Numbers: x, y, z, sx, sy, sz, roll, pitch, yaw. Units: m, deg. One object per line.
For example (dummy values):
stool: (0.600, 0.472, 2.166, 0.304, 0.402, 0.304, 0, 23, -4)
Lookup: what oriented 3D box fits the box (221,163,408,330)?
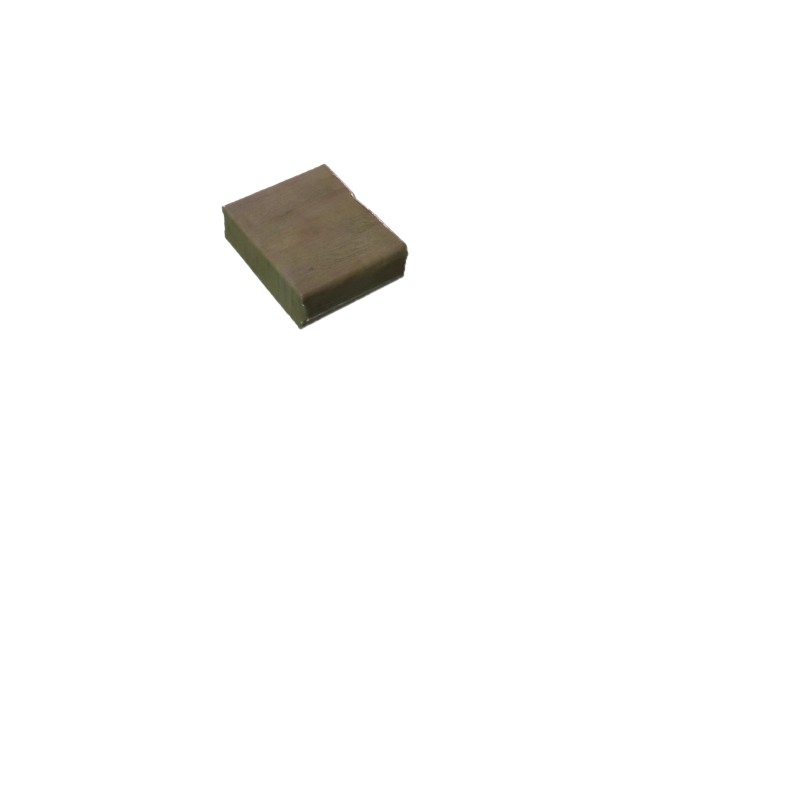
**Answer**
box: (-0.050, -0.092, 0.644, 0.073, 0.028, 0.096, -26, 54, -22)
